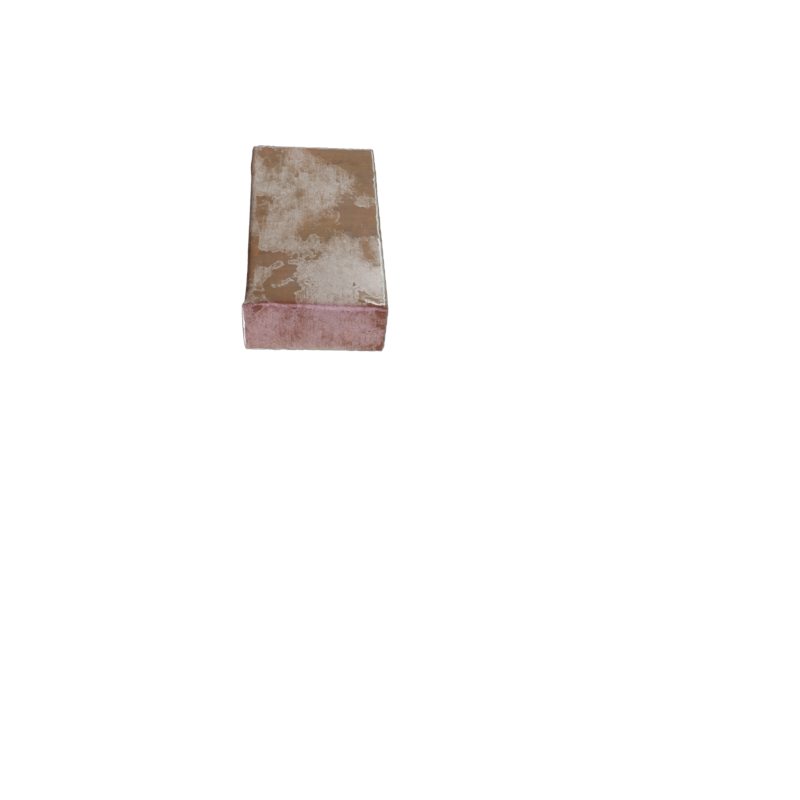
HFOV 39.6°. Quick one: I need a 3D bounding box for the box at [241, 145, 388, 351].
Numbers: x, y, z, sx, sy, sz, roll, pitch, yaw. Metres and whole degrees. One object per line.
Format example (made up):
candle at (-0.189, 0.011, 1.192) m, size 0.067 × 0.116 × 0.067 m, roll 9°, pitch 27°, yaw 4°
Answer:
box at (-0.060, -0.110, 0.769) m, size 0.093 × 0.045 × 0.189 m, roll 0°, pitch 42°, yaw -4°
